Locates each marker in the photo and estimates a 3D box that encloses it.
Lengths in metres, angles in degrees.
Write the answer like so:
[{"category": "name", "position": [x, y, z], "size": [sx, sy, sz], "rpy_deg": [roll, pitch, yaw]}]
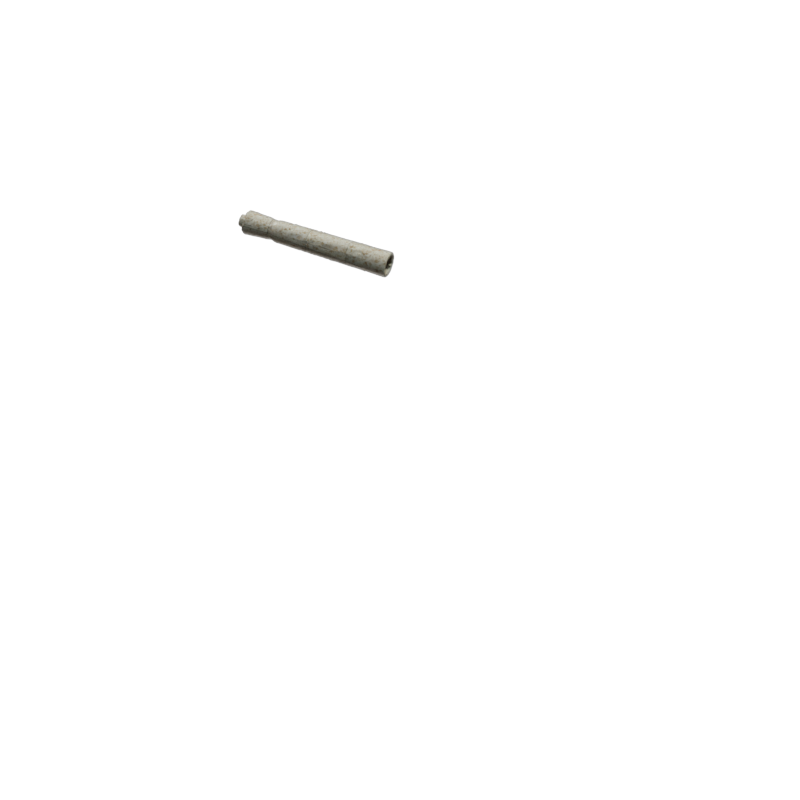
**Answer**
[{"category": "marker", "position": [-0.063, -0.115, 0.808], "size": [0.126, 0.019, 0.019], "rpy_deg": [19, 10, 20]}]
